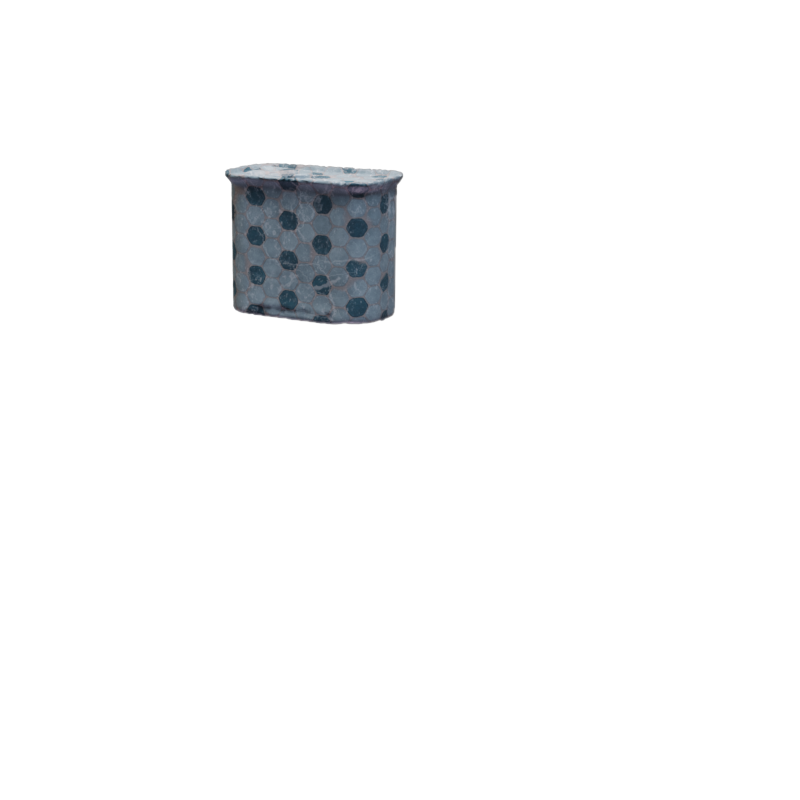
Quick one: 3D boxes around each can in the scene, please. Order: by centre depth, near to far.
[{"bbox_3d":[-0.051,-0.093,0.652,0.106,0.081,0.057,8,16,25],"label":"can"}]
